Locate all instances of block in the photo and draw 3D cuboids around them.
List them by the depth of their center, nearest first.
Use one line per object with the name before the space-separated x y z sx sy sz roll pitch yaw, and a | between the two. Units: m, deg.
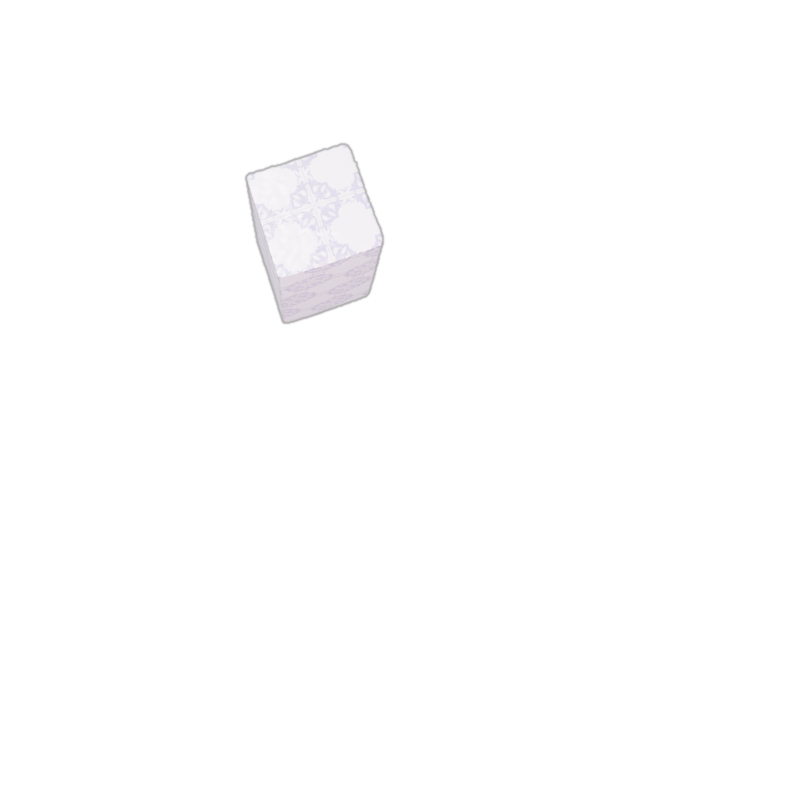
block | -0.075 -0.139 0.971 0.090 0.093 0.201 -18 -6 -6
